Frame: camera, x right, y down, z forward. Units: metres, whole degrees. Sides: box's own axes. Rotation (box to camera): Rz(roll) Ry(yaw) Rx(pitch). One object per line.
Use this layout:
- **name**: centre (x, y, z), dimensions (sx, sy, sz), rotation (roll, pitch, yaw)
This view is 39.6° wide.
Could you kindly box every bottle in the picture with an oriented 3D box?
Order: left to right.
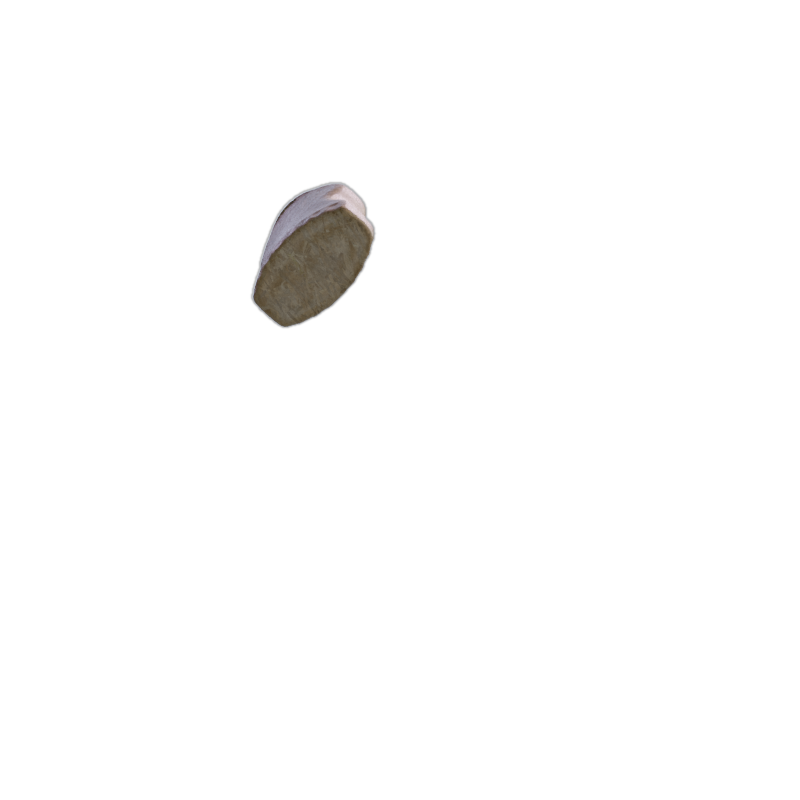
- **bottle**: centre (-0.067, -0.122, 0.850), dimensions (0.057, 0.095, 0.199), rotation (41, 11, -15)
